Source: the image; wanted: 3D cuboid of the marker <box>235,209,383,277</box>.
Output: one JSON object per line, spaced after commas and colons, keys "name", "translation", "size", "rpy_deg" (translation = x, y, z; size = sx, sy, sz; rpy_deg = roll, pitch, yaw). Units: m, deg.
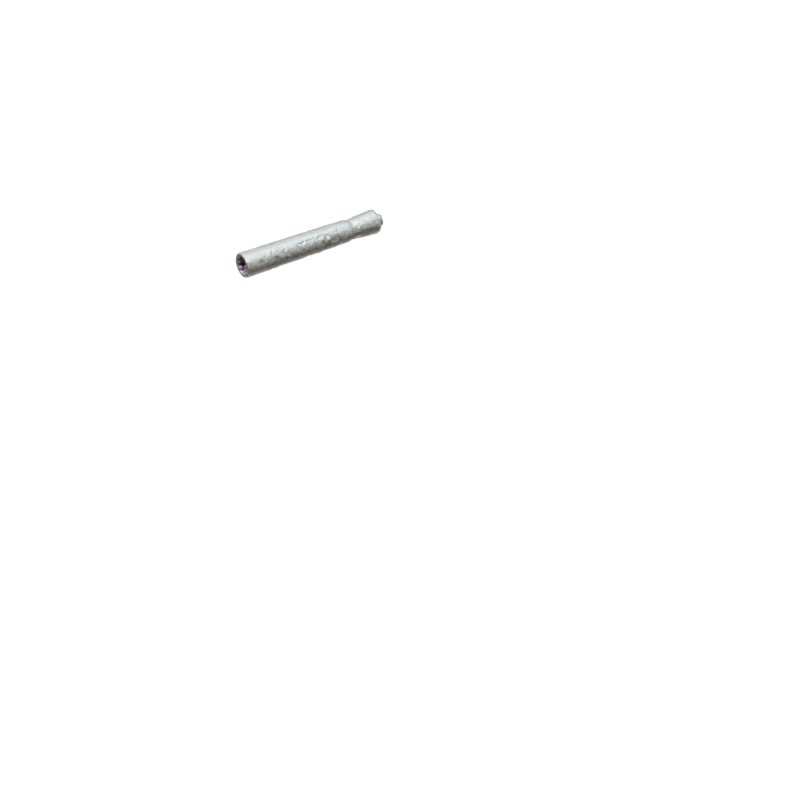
{"name": "marker", "translation": [-0.064, -0.116, 0.811], "size": [0.120, 0.019, 0.020], "rpy_deg": [-23, 15, -28]}
